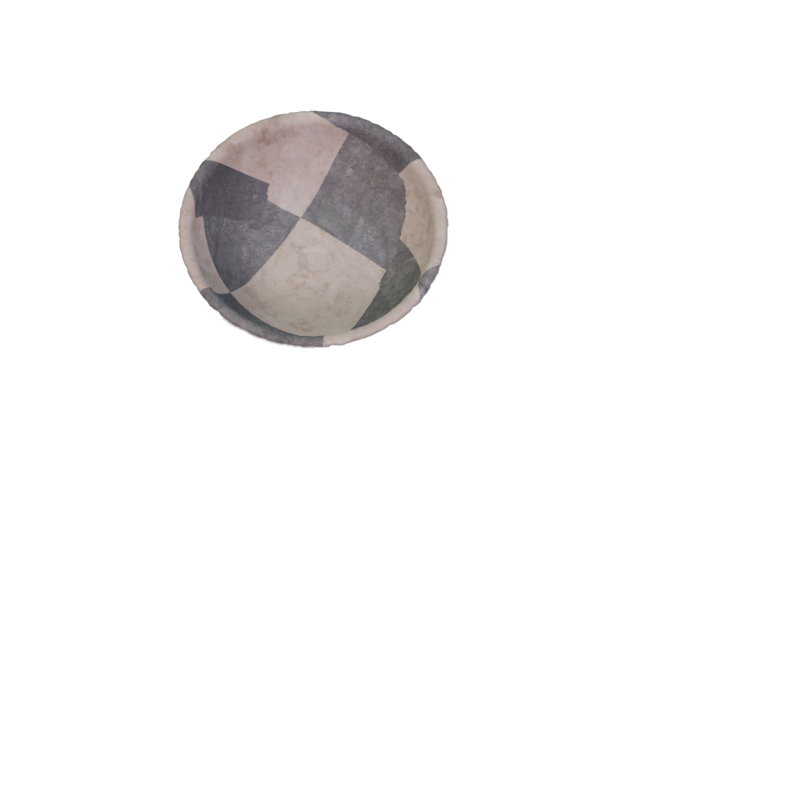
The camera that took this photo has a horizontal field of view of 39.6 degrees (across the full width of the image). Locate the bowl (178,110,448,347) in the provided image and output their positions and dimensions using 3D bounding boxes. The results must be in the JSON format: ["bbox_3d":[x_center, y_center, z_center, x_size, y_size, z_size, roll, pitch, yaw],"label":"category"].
[{"bbox_3d":[-0.054,-0.098,0.684,0.162,0.172,0.052,-1,-26,-1],"label":"bowl"}]
